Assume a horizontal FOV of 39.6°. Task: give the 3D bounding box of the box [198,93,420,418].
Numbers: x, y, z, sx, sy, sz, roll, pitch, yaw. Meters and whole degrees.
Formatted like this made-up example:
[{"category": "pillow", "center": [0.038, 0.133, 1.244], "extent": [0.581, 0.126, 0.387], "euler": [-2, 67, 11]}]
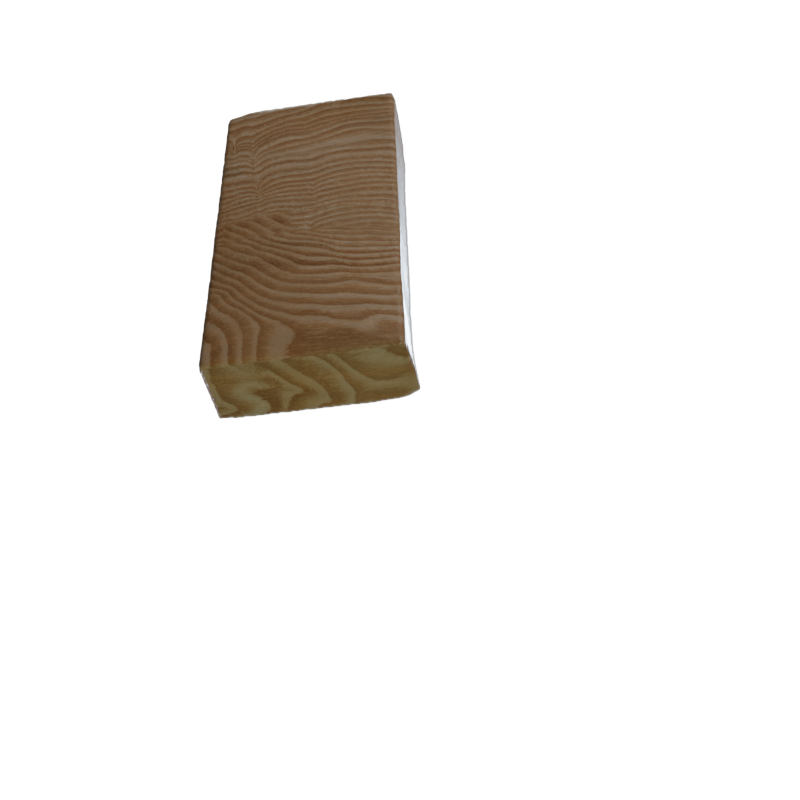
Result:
[{"category": "box", "center": [-0.043, -0.078, 0.543], "extent": [0.094, 0.189, 0.044], "euler": [-8, -40, 6]}]
